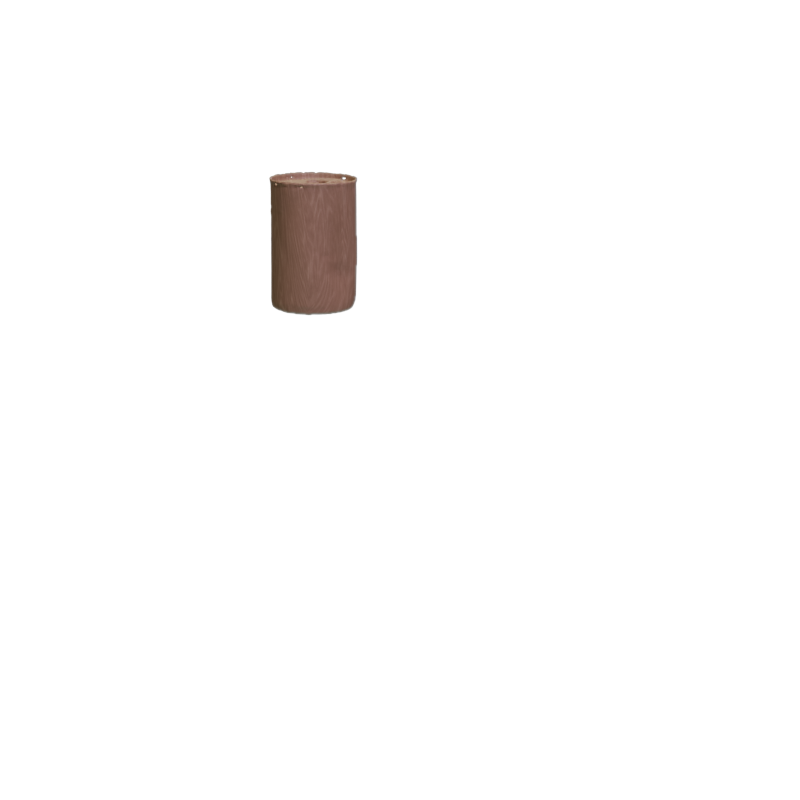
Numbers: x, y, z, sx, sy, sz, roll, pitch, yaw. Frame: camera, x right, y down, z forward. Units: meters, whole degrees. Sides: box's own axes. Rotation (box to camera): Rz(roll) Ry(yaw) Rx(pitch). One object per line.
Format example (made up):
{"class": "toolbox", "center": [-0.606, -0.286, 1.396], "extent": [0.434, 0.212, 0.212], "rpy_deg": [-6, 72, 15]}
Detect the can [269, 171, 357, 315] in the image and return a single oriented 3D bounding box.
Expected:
{"class": "can", "center": [-0.068, -0.124, 0.867], "extent": [0.068, 0.099, 0.071], "rpy_deg": [0, 14, -2]}
